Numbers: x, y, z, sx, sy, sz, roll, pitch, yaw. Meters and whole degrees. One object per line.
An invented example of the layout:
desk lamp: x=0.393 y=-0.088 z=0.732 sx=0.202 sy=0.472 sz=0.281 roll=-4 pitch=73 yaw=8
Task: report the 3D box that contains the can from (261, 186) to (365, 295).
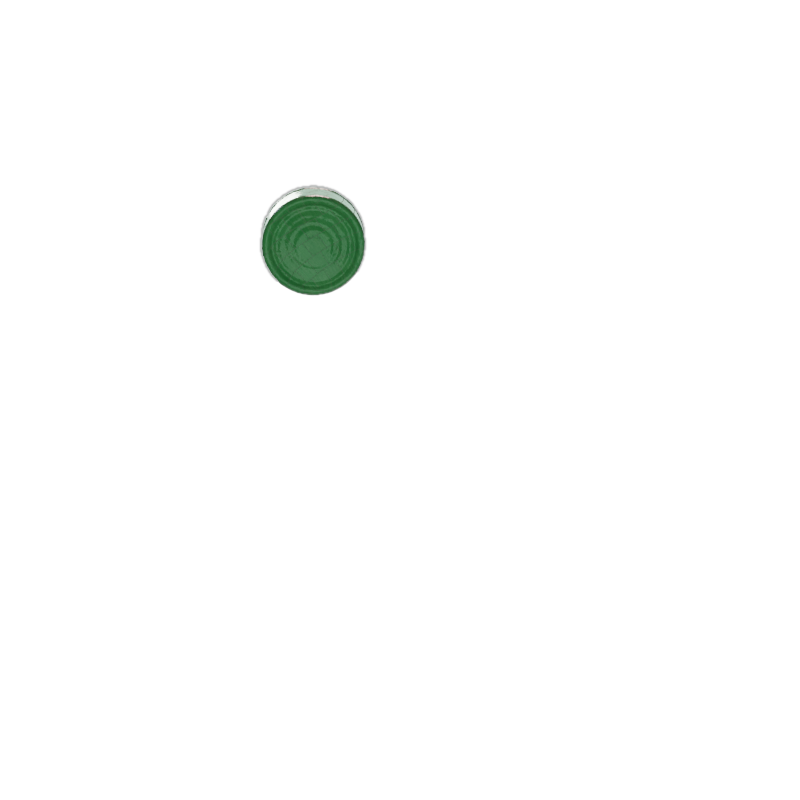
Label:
can: x=-0.071 y=-0.130 z=0.911 sx=0.086 sy=0.083 sz=0.035 roll=0 pitch=16 yaw=-1
